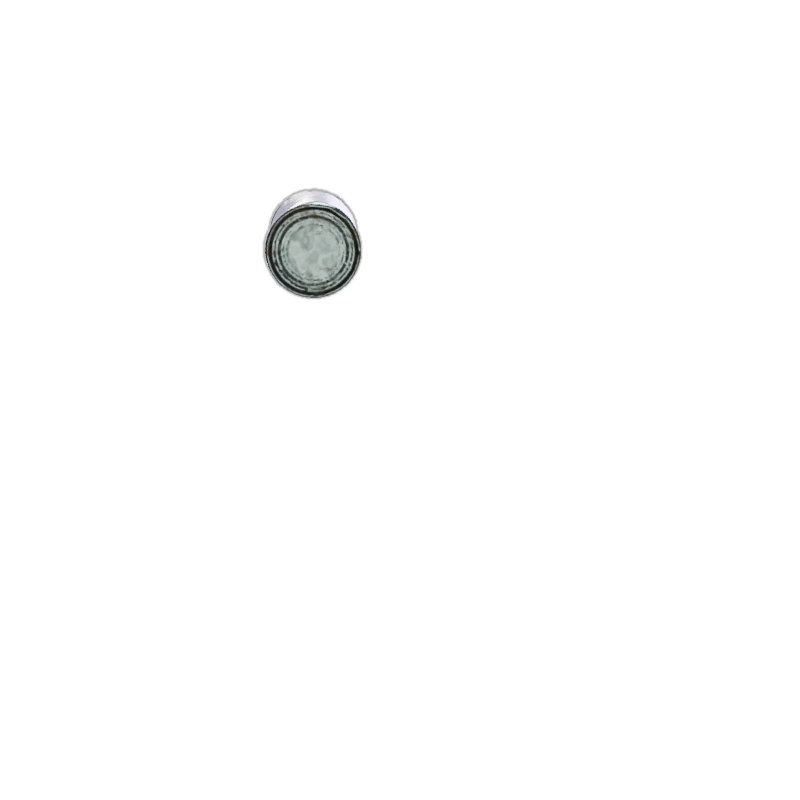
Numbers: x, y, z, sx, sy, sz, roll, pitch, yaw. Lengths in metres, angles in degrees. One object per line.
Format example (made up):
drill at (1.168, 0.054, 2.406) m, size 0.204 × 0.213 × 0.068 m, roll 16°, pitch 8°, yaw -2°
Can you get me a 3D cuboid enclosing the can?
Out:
can at (-0.062, -0.114, 0.798) m, size 0.068 × 0.067 × 0.105 m, roll 0°, pitch 13°, yaw -3°
